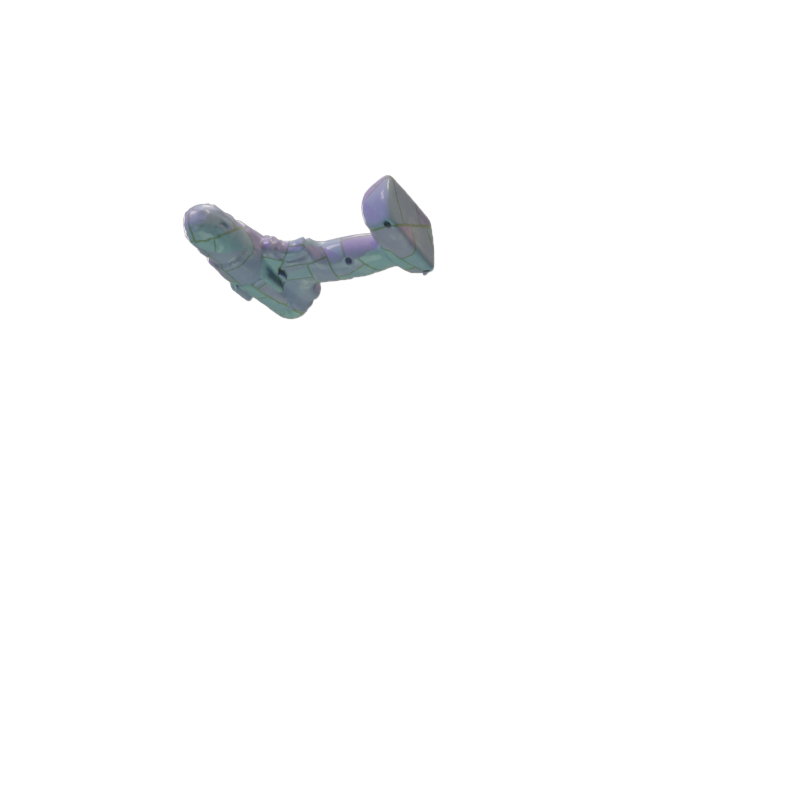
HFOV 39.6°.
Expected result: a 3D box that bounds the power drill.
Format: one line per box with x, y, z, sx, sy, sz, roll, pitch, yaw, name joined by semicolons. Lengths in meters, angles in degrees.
-0.078;-0.141;0.990;0.191;0.061;0.171;-11;-25;25;power drill
